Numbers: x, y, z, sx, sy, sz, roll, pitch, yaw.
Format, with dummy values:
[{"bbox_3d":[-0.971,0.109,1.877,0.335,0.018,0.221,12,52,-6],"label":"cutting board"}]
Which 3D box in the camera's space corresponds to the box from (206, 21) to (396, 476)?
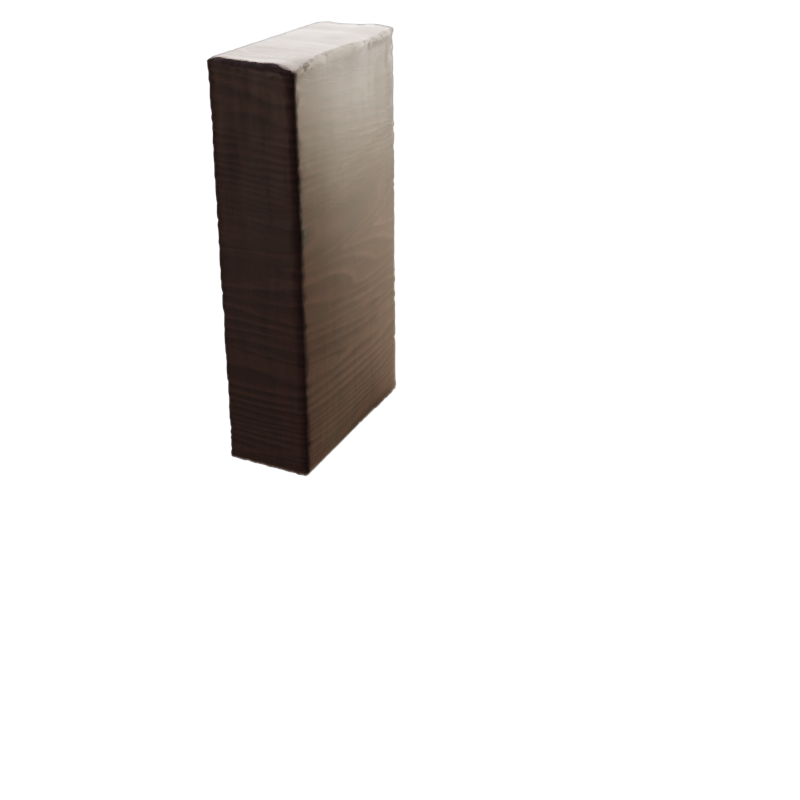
[{"bbox_3d":[-0.037,-0.068,0.480,0.050,0.167,0.094,12,27,22],"label":"box"}]
